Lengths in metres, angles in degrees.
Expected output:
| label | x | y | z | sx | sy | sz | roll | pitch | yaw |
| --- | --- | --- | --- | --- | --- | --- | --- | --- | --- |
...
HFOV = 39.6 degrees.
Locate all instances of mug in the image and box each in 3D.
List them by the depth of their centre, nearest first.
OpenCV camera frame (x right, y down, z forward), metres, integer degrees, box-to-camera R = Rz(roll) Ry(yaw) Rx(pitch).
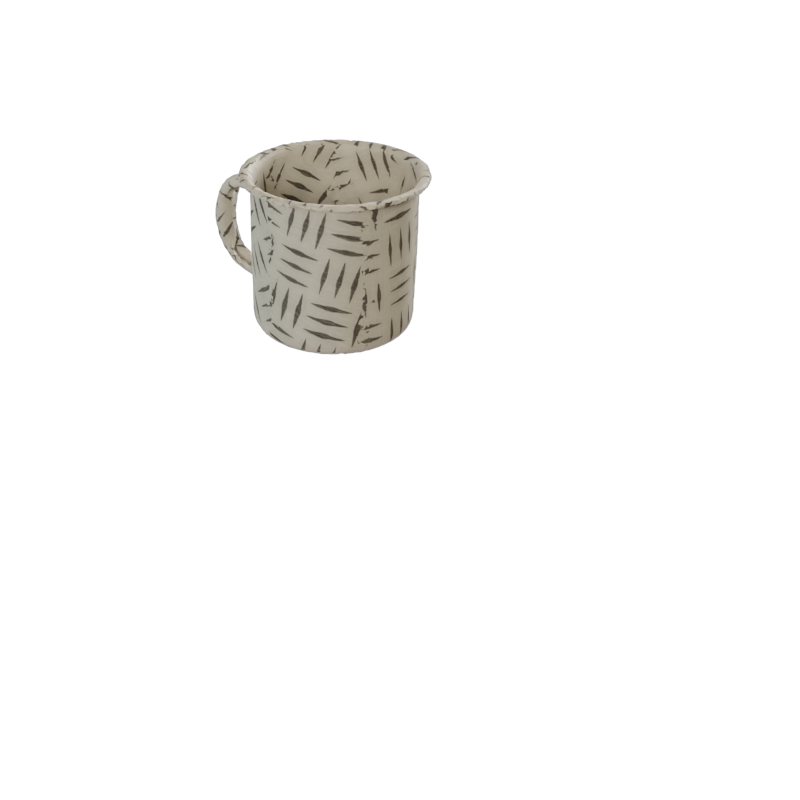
| label | x | y | z | sx | sy | sz | roll | pitch | yaw |
| --- | --- | --- | --- | --- | --- | --- | --- | --- | --- |
| mug | -0.043 | -0.079 | 0.555 | 0.122 | 0.077 | 0.094 | 16 | 32 | 24 |
